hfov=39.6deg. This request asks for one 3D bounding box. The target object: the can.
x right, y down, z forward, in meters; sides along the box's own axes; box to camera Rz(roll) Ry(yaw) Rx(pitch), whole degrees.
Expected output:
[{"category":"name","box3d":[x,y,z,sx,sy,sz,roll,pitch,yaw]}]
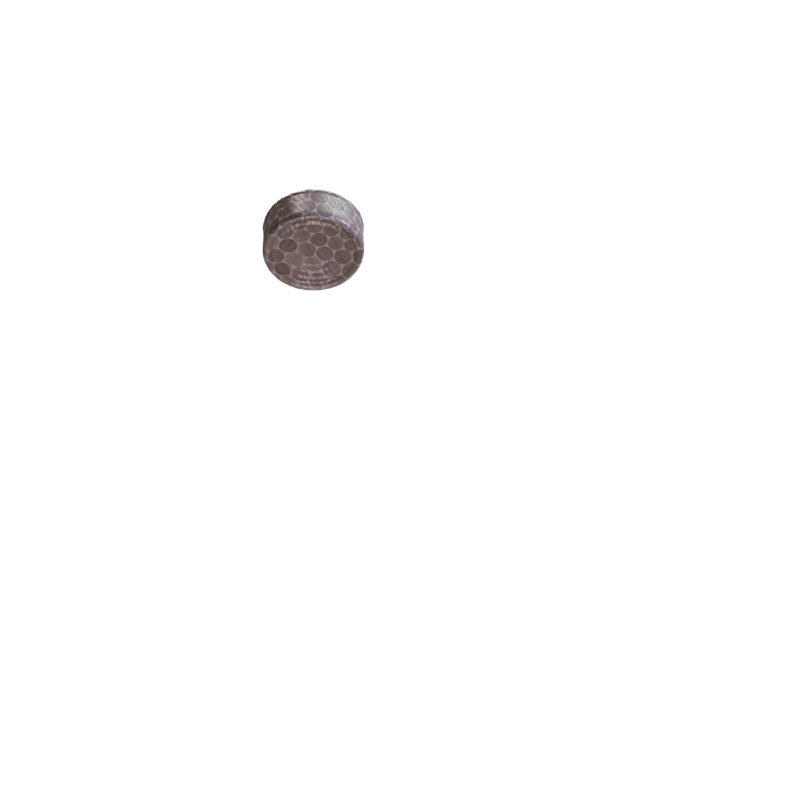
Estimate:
[{"category":"can","box3d":[-0.073,-0.132,0.927,0.086,0.080,0.036,1,44,-1]}]
